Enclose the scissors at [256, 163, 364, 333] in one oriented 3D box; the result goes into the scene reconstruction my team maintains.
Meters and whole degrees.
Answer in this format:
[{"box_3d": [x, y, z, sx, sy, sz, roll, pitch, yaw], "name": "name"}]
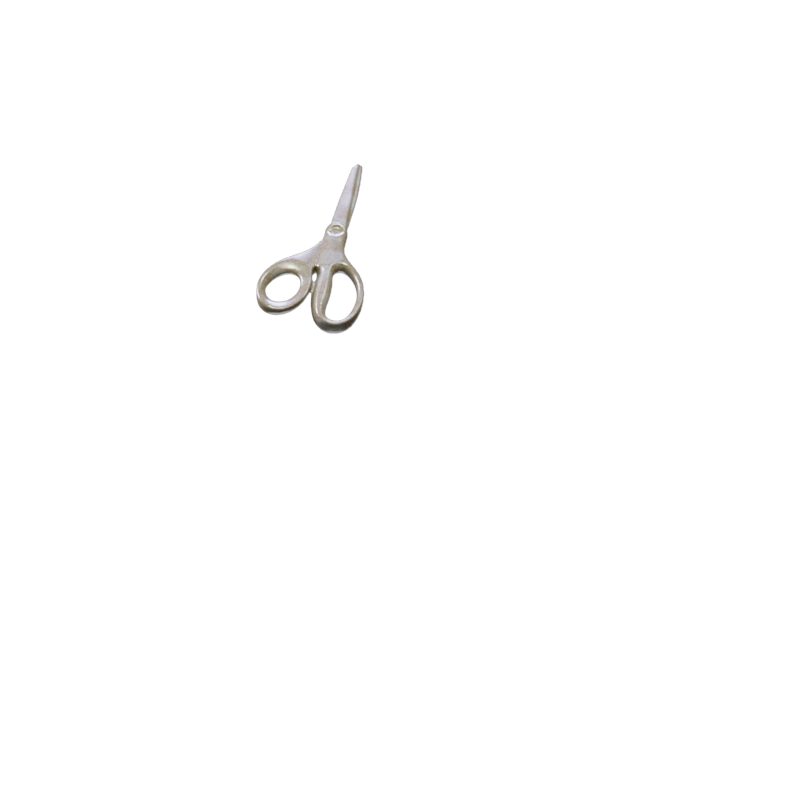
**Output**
[{"box_3d": [-0.074, -0.134, 0.941, 0.096, 0.217, 0.015, -3, -43, -3], "name": "scissors"}]
